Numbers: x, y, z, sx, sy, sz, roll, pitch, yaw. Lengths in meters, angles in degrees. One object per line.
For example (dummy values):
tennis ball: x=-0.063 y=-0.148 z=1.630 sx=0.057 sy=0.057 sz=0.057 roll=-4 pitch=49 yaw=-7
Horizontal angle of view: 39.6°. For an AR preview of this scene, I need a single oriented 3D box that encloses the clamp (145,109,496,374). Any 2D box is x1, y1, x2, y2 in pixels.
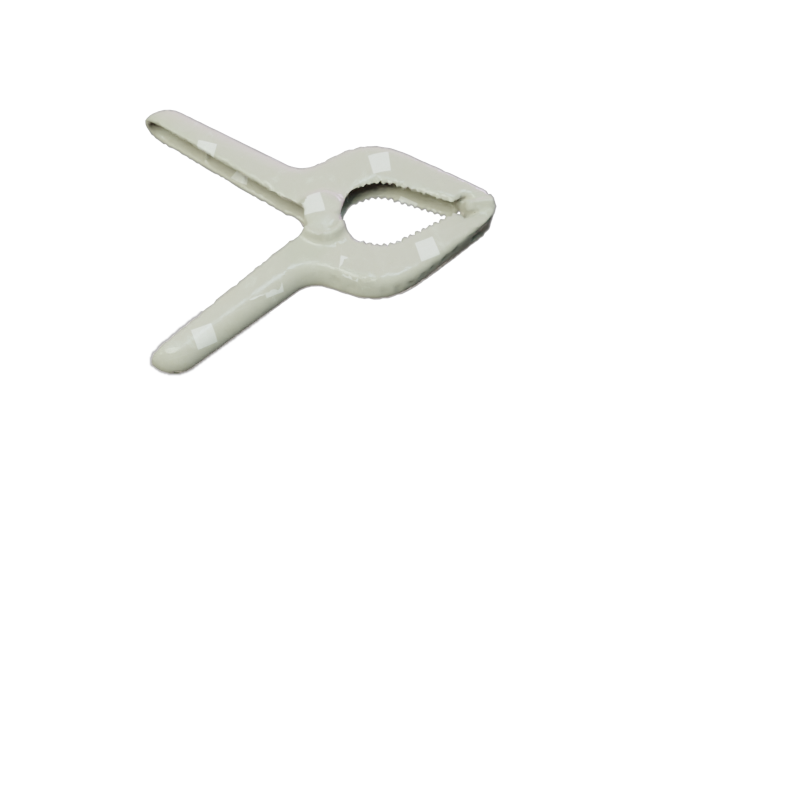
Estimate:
clamp: x=-0.050 y=-0.092 z=0.645 sx=0.210 sy=0.173 sz=0.035 roll=1 pitch=-21 yaw=0
